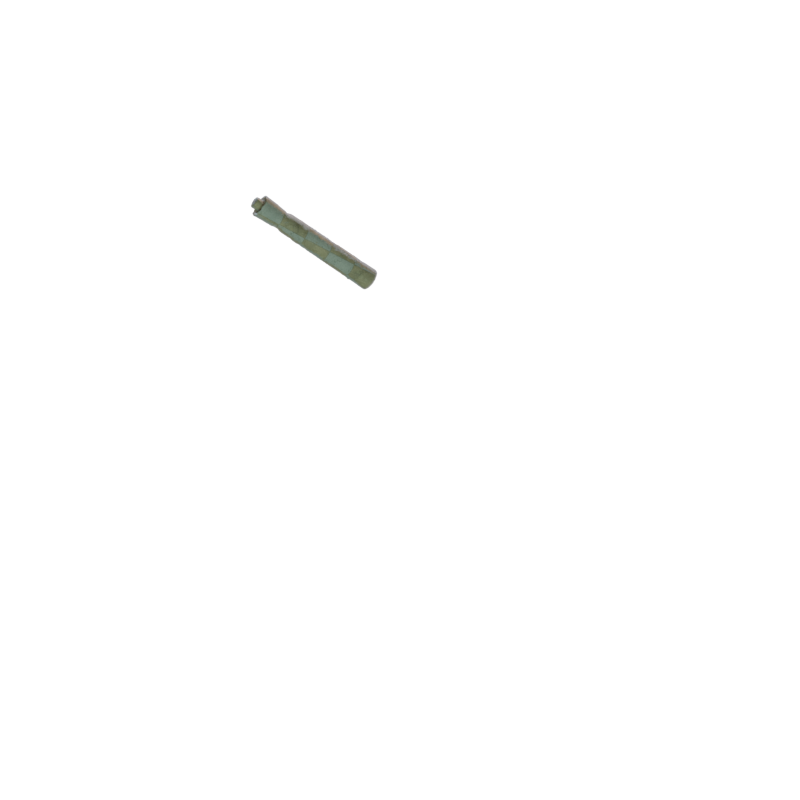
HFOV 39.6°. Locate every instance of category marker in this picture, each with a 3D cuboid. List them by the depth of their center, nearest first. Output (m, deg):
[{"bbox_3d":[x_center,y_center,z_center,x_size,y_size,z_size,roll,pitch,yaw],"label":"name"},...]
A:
[{"bbox_3d":[-0.071,-0.129,0.903,0.116,0.020,0.020,32,-10,-20],"label":"marker"}]
